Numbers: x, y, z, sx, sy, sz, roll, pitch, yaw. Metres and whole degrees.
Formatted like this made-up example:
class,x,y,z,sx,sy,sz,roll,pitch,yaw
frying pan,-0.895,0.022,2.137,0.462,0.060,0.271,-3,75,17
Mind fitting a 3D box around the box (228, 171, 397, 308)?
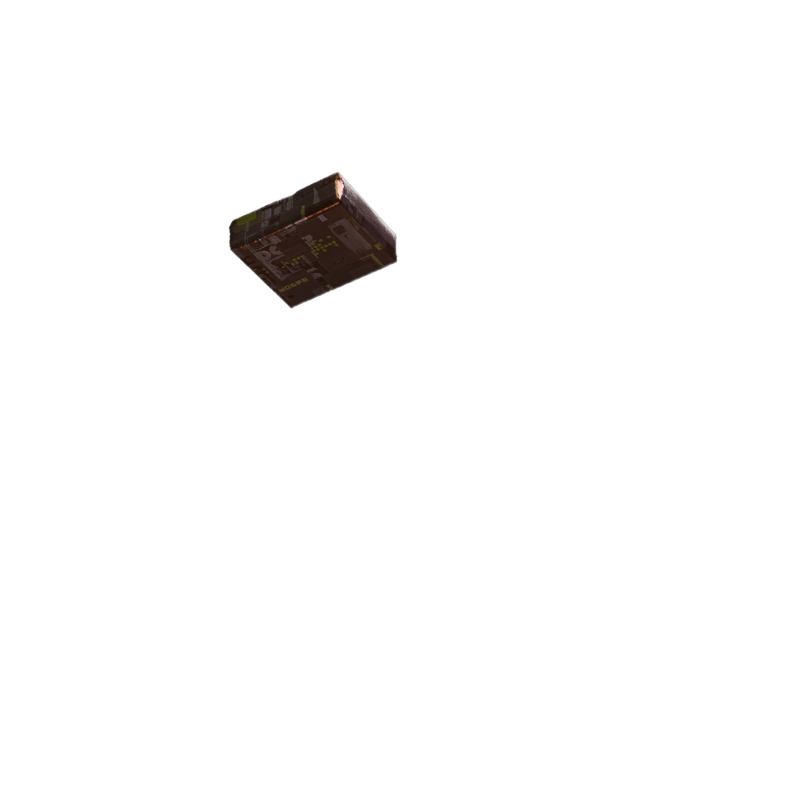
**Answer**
class,x,y,z,sx,sy,sz,roll,pitch,yaw
box,-0.058,-0.105,0.738,0.090,0.032,0.068,-21,-42,25
